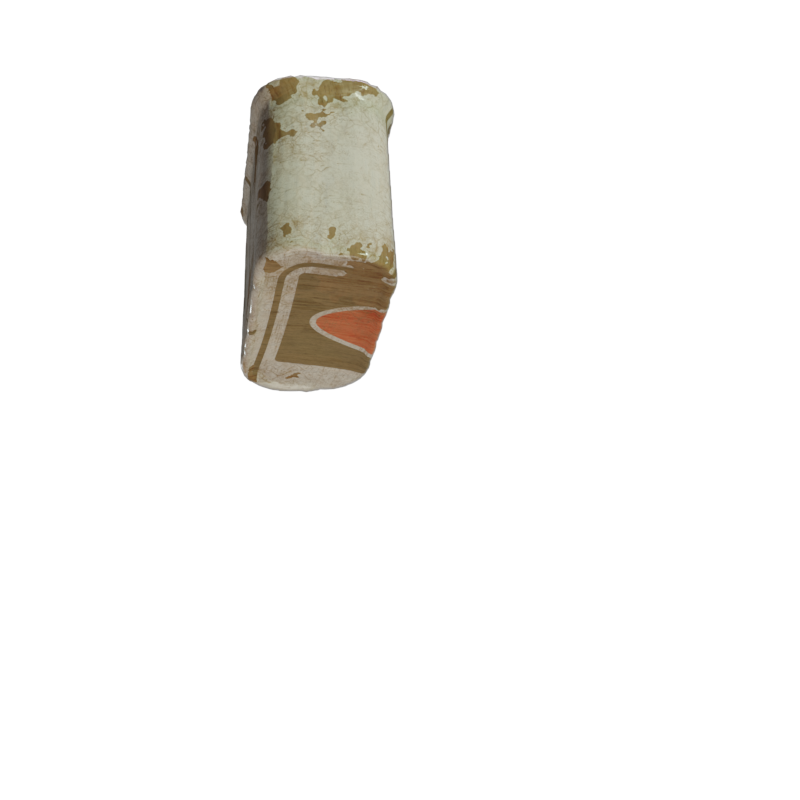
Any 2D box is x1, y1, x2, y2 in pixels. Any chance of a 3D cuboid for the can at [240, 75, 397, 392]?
[{"bbox_3d":[-0.034,-0.063,0.441,0.057,0.090,0.096,4,-34,-9],"label":"can"}]
